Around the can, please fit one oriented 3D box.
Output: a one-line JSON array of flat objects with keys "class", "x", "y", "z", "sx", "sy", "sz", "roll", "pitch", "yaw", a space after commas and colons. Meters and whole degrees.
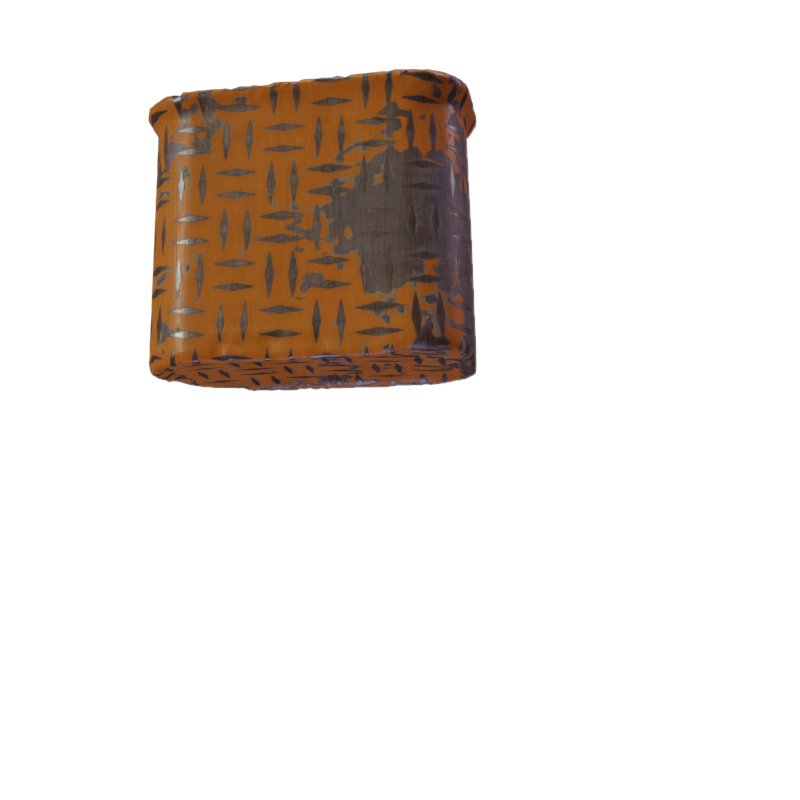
[{"class": "can", "x": -0.027, "y": -0.049, "z": 0.342, "sx": 0.103, "sy": 0.087, "sz": 0.055, "roll": -3, "pitch": -15, "yaw": 11}]
